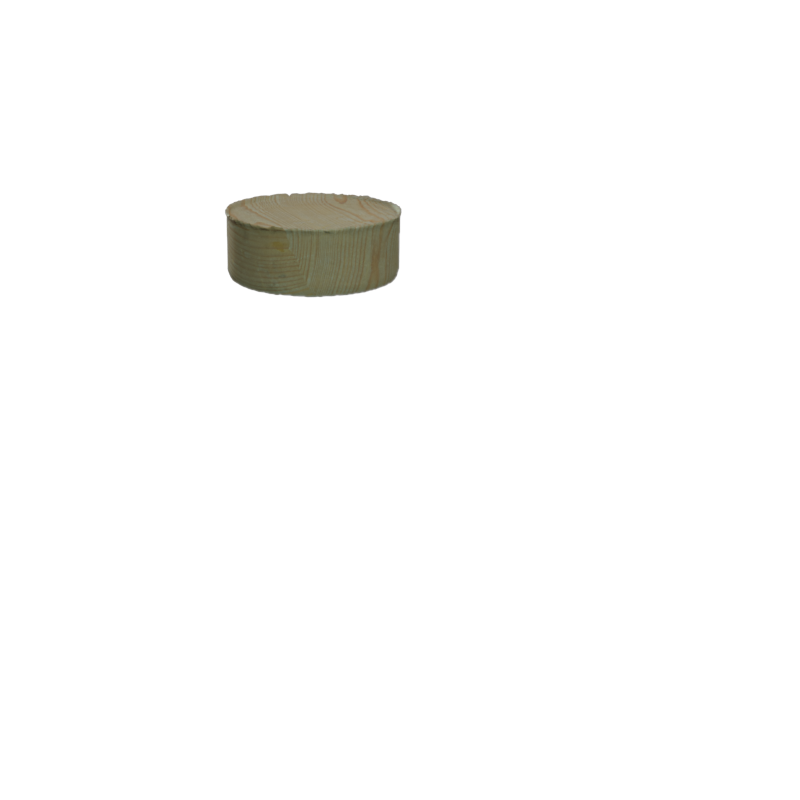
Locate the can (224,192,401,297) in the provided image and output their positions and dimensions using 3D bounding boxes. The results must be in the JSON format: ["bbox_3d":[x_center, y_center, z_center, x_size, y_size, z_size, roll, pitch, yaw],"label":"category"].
[{"bbox_3d":[-0.042,-0.077,0.542,0.086,0.032,0.089,-1,20,-2],"label":"can"}]
